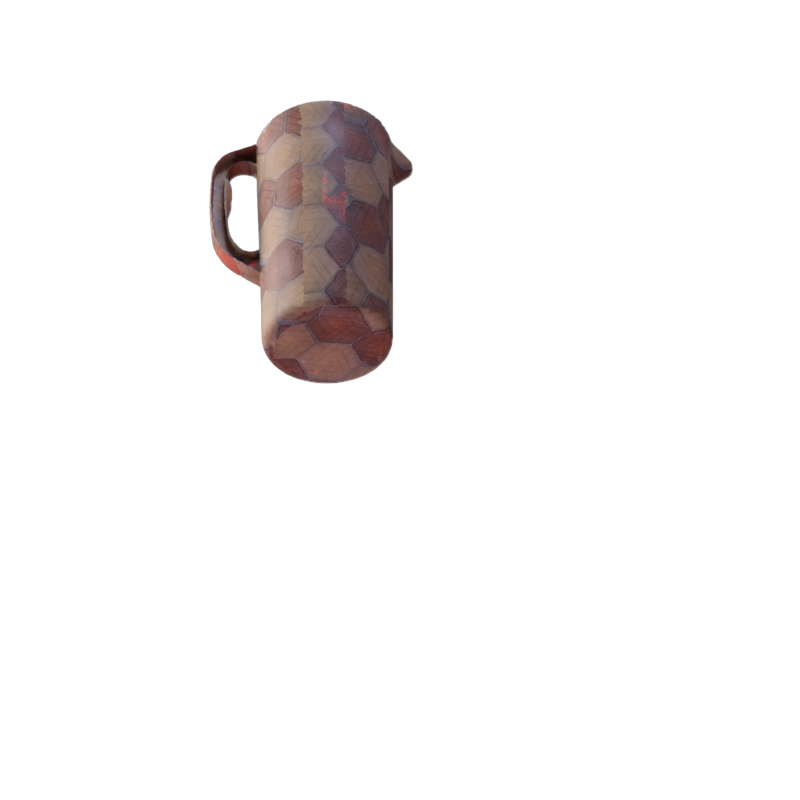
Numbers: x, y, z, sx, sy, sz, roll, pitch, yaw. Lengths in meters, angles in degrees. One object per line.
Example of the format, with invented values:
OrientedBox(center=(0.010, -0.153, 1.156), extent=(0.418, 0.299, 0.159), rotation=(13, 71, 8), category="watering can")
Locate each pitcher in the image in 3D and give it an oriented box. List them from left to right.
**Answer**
OrientedBox(center=(-0.077, -0.140, 0.982), extent=(0.149, 0.261, 0.135), rotation=(-29, -46, 28), category="pitcher")
